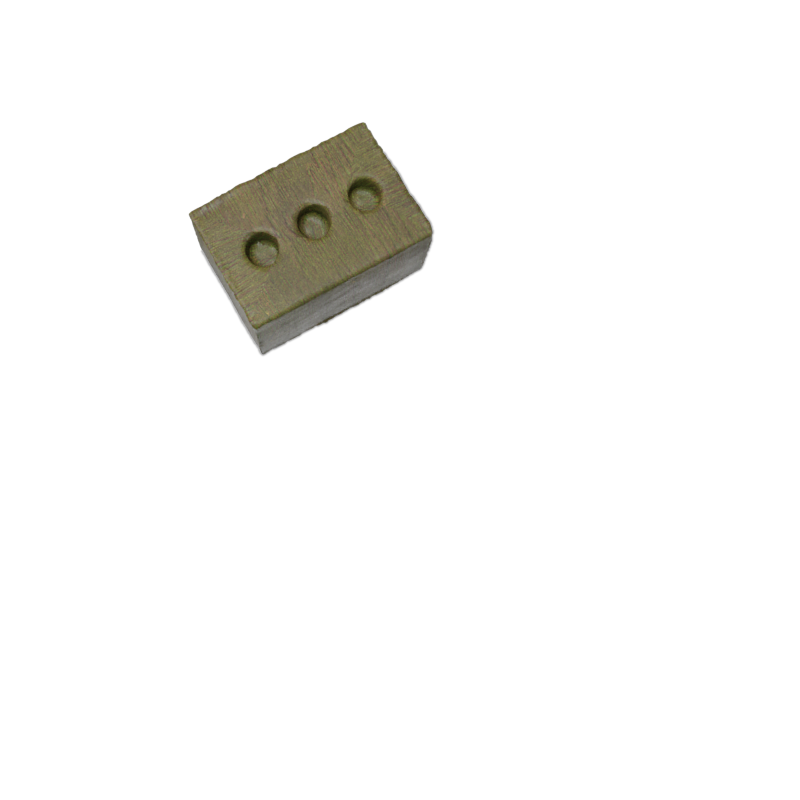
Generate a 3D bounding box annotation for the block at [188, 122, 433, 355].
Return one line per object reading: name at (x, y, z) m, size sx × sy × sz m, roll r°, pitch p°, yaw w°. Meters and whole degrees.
block at (-0.034, -0.061, 0.430) m, size 0.078 × 0.055 × 0.049 m, roll -30°, pitch -11°, yaw -9°
